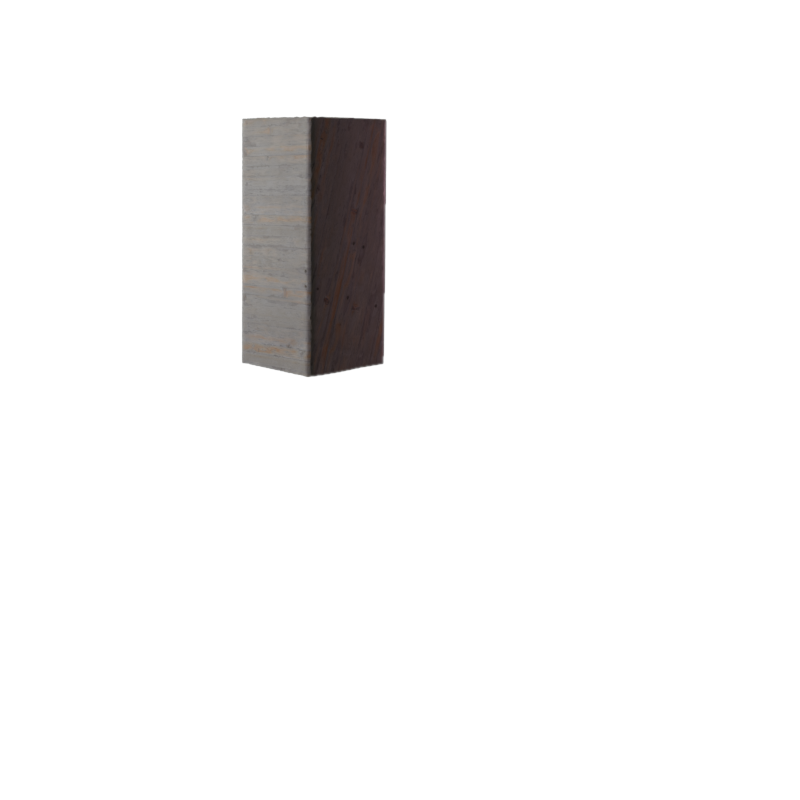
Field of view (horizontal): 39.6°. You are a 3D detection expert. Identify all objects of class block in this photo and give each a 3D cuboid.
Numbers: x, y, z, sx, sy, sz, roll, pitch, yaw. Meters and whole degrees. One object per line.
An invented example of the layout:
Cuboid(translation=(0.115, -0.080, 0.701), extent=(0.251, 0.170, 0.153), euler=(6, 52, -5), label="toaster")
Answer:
Cuboid(translation=(-0.072, -0.133, 0.929), extent=(0.087, 0.204, 0.095), euler=(-5, 8, -45), label="block")
